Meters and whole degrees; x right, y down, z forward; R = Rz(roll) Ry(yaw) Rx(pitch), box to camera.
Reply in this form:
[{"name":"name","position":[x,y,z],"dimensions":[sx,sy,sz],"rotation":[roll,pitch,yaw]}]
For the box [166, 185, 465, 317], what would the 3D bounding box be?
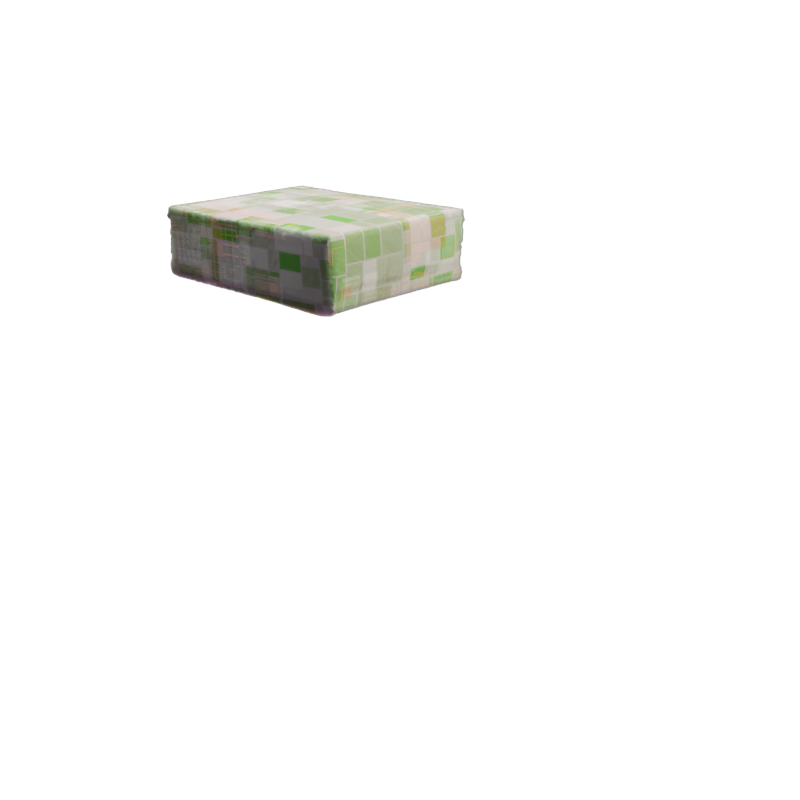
[{"name":"box","position":[-0.041,-0.075,0.523],"dimensions":[0.120,0.037,0.088],"rotation":[19,27,41]}]
